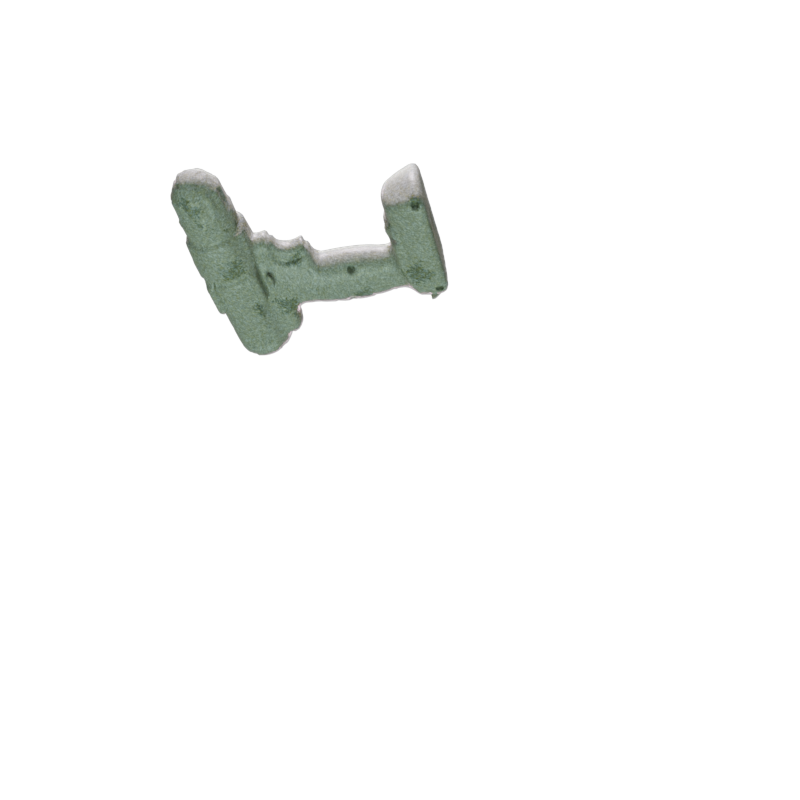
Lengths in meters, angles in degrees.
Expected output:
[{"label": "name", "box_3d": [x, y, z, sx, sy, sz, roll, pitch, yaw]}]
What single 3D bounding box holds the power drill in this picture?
[{"label": "power drill", "box_3d": [-0.067, -0.122, 0.857, 0.189, 0.062, 0.170, -12, -45, 12]}]
